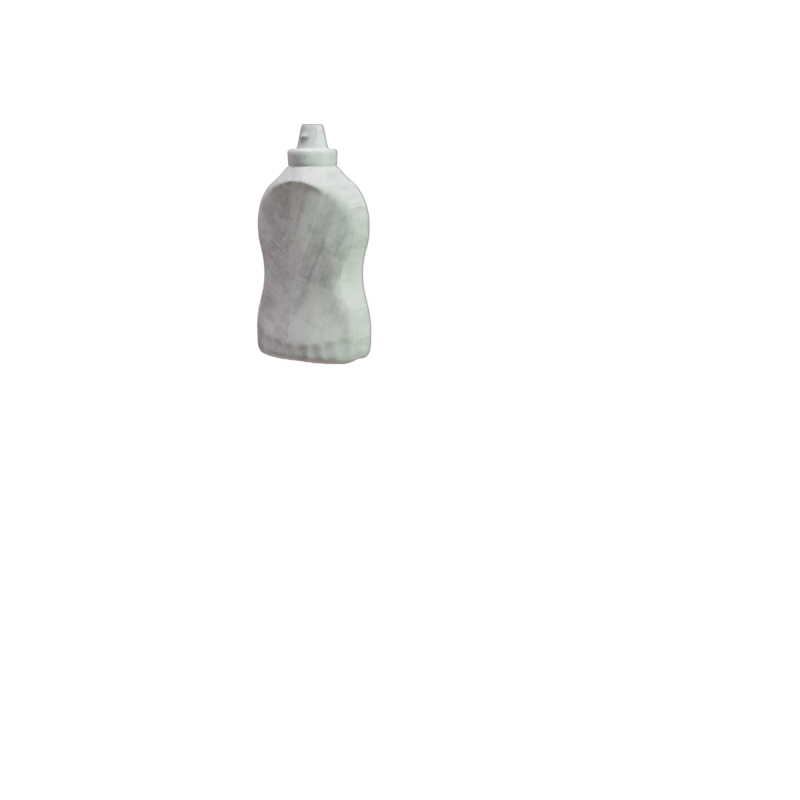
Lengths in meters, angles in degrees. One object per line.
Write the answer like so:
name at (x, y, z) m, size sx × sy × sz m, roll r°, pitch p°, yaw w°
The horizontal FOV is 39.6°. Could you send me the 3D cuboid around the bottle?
bottle at (-0.071, -0.130, 0.907) m, size 0.100 × 0.189 × 0.057 m, roll 5°, pitch 8°, yaw 32°
